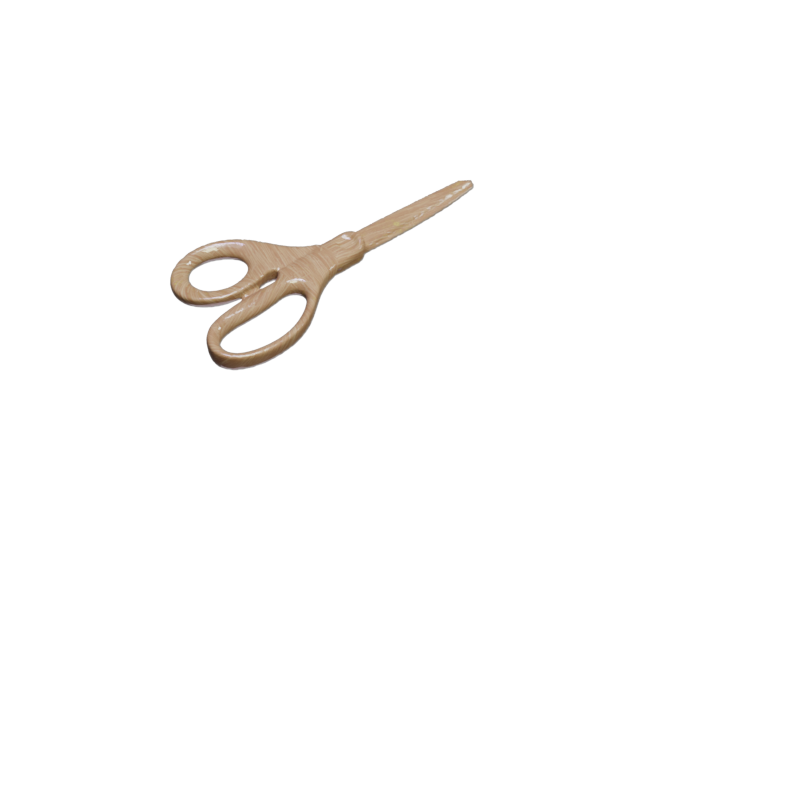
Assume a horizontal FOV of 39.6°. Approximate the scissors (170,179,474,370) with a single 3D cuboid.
[{"bbox_3d":[-0.051,-0.093,0.650,0.101,0.015,0.206,28,55,22],"label":"scissors"}]
